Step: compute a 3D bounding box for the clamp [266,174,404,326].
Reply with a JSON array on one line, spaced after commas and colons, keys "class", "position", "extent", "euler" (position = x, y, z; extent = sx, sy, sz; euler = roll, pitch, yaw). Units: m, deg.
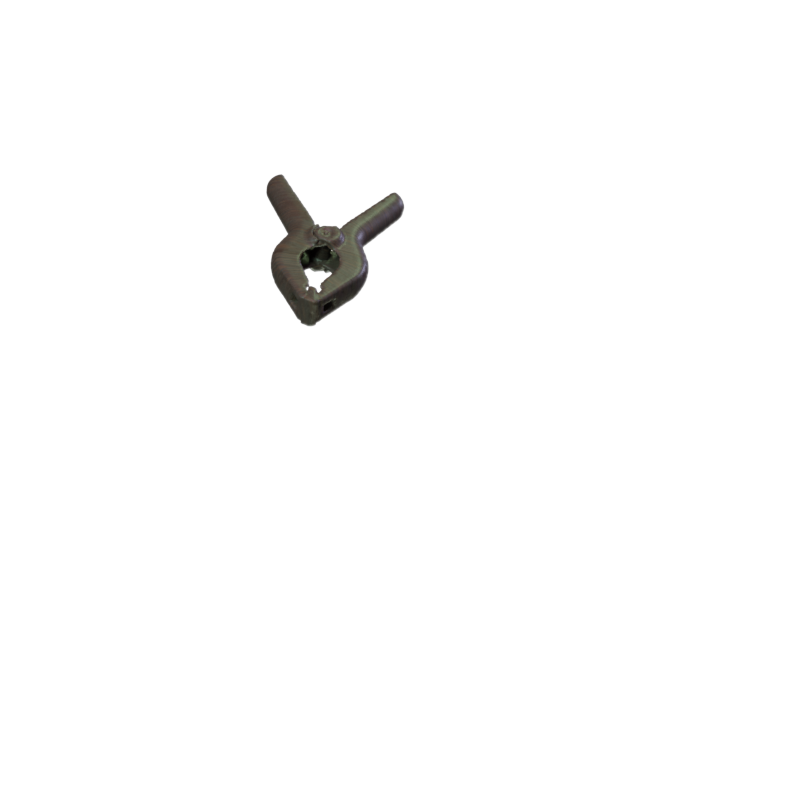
[{"class": "clamp", "position": [-0.072, -0.132, 0.922], "extent": [0.123, 0.037, 0.180], "euler": [10, 41, 11]}]
